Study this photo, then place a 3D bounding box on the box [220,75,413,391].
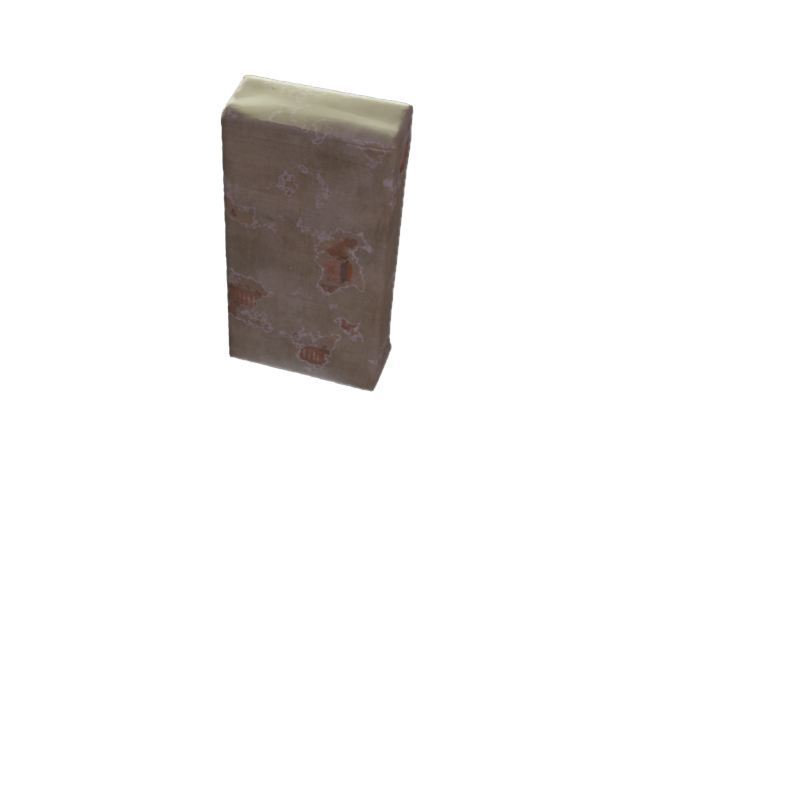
[{"bbox_3d":[-0.048,-0.086,0.607,0.095,0.050,0.164,14,-43,9],"label":"box"}]
